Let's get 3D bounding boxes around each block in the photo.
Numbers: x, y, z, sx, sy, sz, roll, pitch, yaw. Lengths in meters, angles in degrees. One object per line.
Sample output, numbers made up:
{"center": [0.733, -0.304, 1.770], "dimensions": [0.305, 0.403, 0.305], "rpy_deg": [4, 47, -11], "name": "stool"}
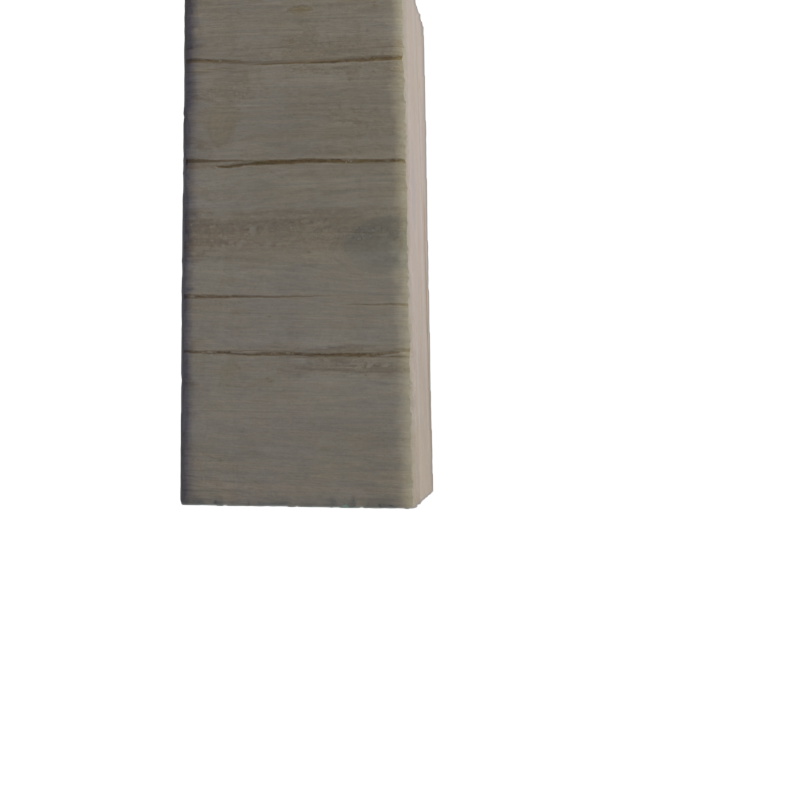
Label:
{"center": [-0.036, -0.065, 0.457], "dimensions": [0.092, 0.210, 0.088], "rpy_deg": [-1, -7, 8], "name": "block"}
